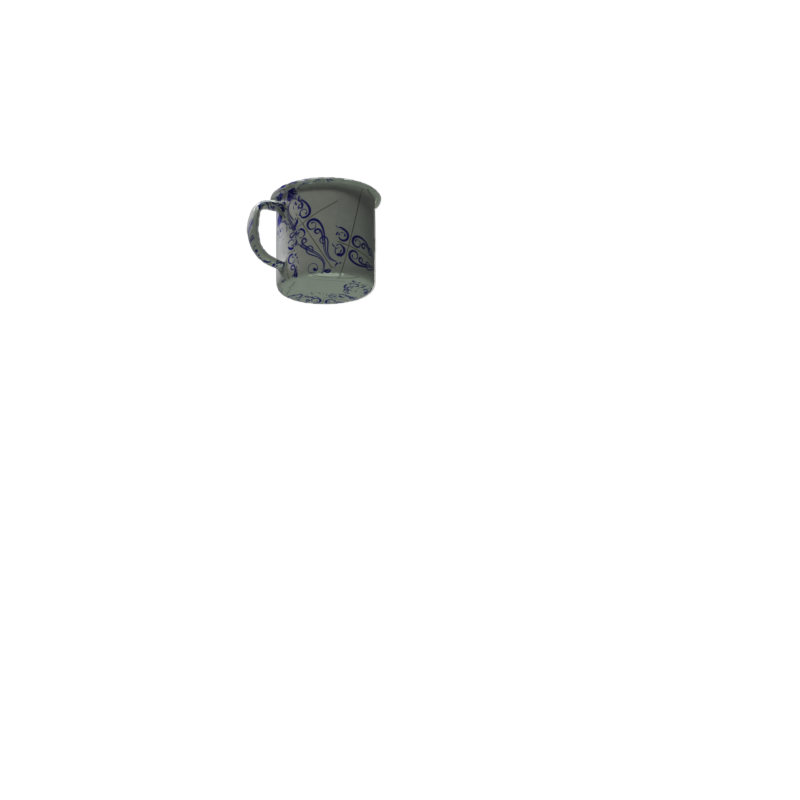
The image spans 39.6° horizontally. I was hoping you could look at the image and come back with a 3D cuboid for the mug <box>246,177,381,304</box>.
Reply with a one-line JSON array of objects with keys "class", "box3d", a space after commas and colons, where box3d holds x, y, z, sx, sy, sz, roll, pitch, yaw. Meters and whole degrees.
[{"class": "mug", "box3d": [-0.071, -0.130, 0.908, 0.112, 0.085, 0.093, 10, -19, -32]}]
